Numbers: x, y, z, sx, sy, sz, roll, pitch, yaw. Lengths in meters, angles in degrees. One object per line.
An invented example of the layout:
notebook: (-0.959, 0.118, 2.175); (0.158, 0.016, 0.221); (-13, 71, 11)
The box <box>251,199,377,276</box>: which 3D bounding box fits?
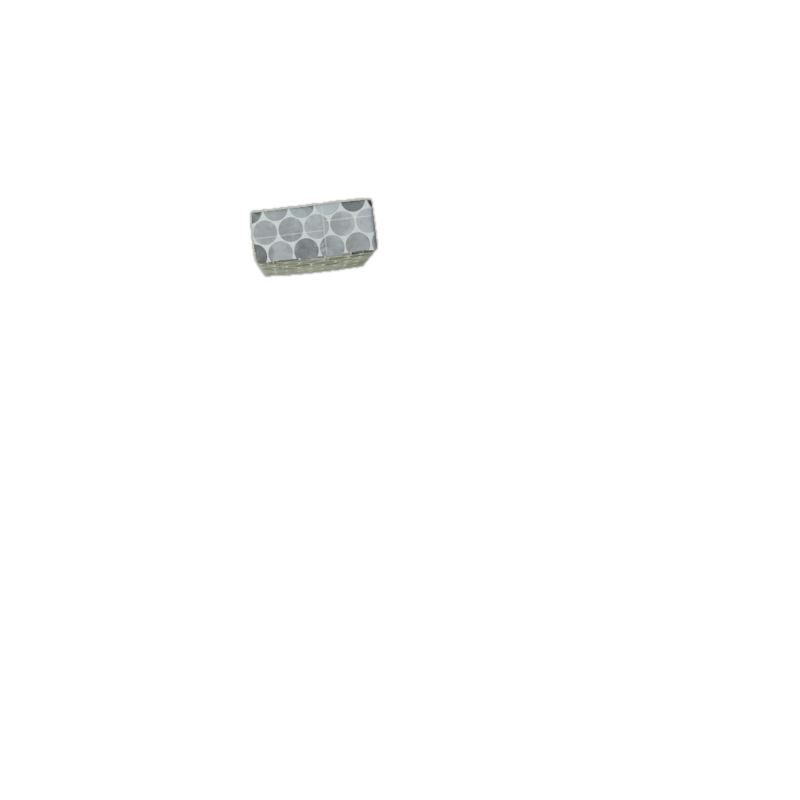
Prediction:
box: (-0.071, -0.128, 0.902); (0.093, 0.048, 0.177); (-7, 6, -3)
